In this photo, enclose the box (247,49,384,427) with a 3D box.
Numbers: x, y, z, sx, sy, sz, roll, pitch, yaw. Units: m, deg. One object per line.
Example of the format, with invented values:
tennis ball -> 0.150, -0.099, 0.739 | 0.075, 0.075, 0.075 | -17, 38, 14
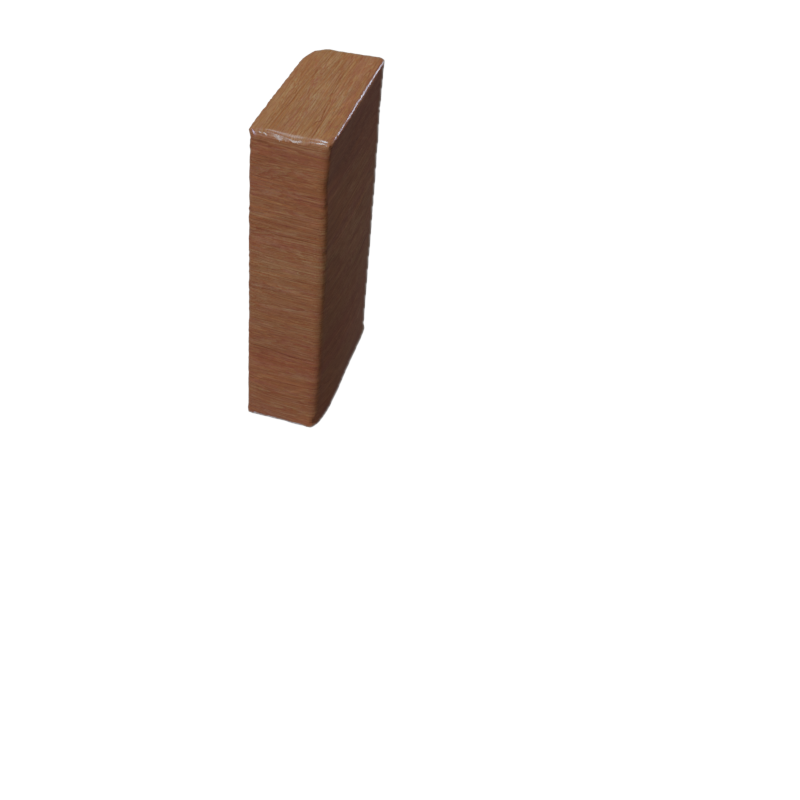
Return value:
box -> -0.045, -0.081, 0.569 | 0.049, 0.165, 0.098 | 11, 39, 10
